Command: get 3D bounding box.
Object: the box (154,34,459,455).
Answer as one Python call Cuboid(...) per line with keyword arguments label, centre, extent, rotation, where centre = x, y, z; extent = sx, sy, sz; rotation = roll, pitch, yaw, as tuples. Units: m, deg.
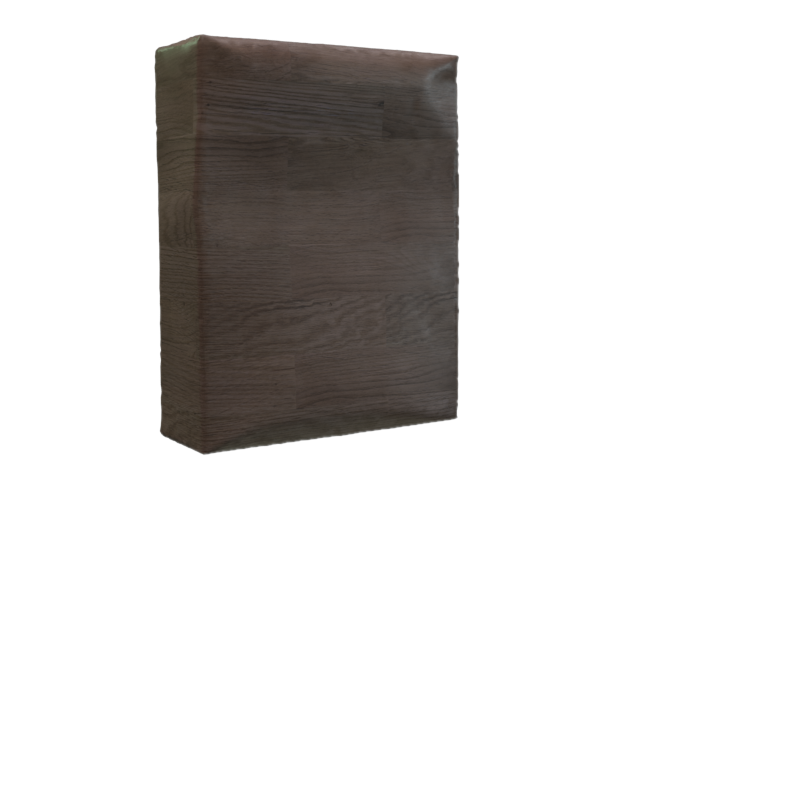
Cuboid(label="box", centre=(-0.048, -0.088, 0.617), extent=(0.159, 0.212, 0.075), rotation=(-3, 4, -31))
